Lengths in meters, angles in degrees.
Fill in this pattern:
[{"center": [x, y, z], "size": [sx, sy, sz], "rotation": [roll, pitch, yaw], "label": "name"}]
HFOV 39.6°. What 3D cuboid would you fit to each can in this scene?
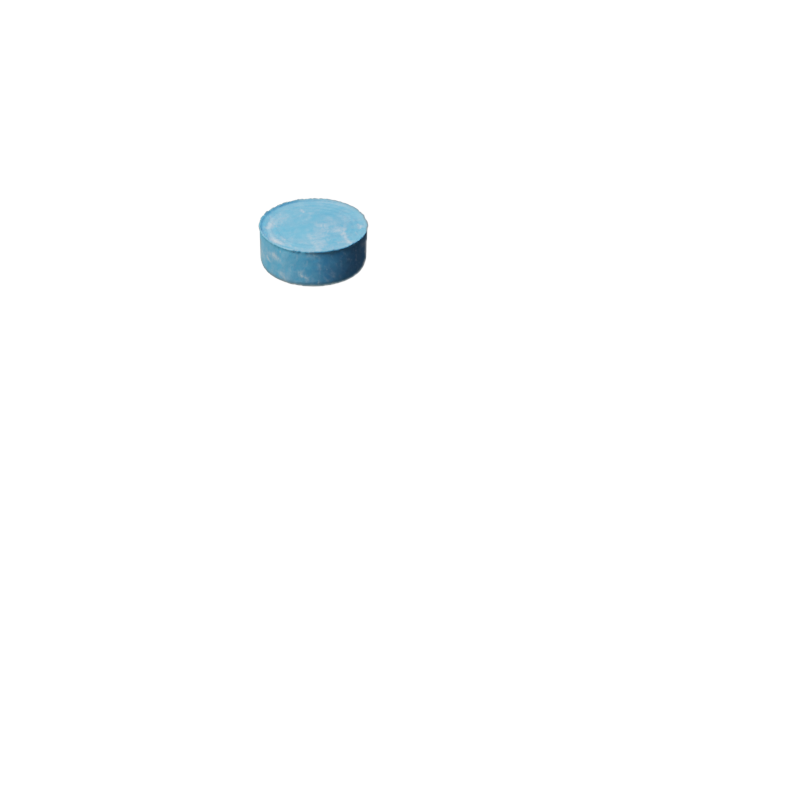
[{"center": [-0.069, -0.125, 0.877], "size": [0.086, 0.031, 0.092], "rotation": [-1, 35, -2], "label": "can"}]
